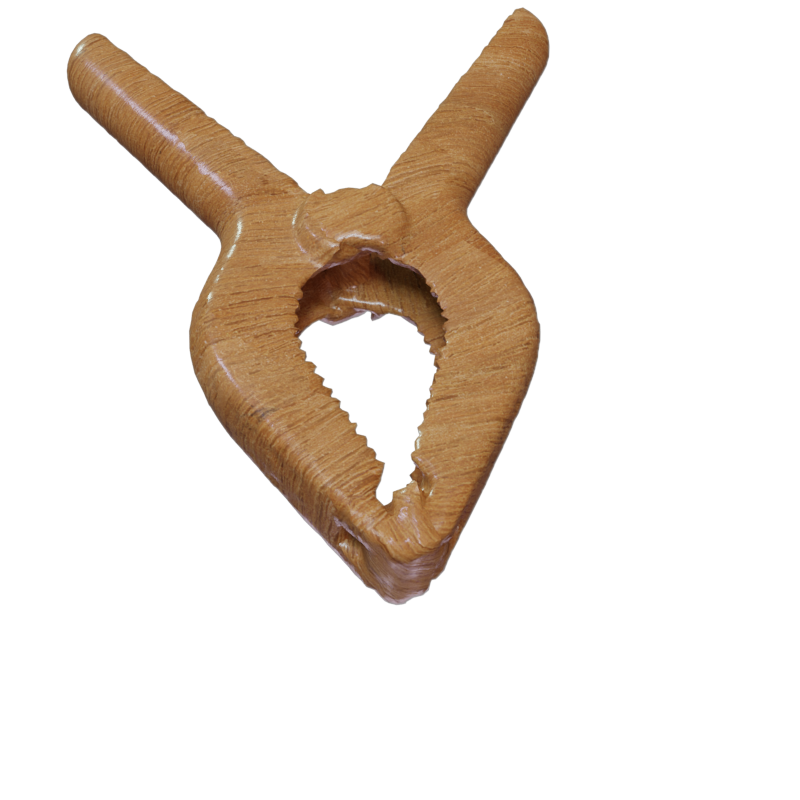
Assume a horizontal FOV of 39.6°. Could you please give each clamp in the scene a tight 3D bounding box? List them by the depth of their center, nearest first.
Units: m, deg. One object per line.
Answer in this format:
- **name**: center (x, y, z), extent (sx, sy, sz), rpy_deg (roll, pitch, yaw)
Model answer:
- **clamp**: center (-0.025, -0.046, 0.325), extent (0.164, 0.225, 0.034), rpy_deg (-2, -38, -1)
